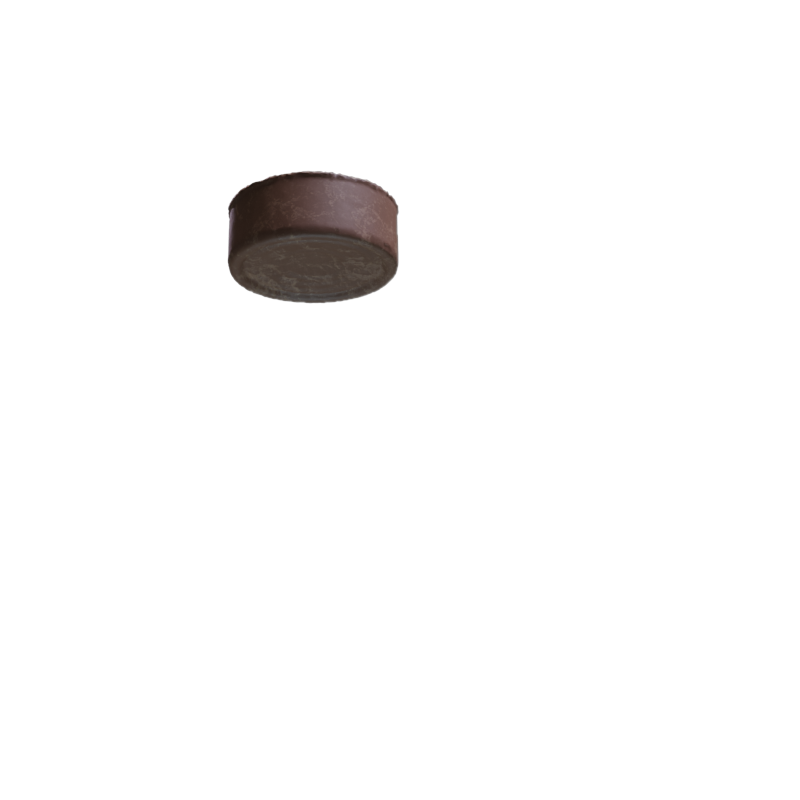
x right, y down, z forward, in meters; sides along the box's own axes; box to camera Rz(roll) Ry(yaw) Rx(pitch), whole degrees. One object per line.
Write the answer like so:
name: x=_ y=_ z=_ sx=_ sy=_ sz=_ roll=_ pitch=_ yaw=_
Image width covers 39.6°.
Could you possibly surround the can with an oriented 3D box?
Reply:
can: x=-0.043 y=-0.079 z=0.552 sx=0.086 sy=0.035 sz=0.082 roll=0 pitch=-20 yaw=-2
